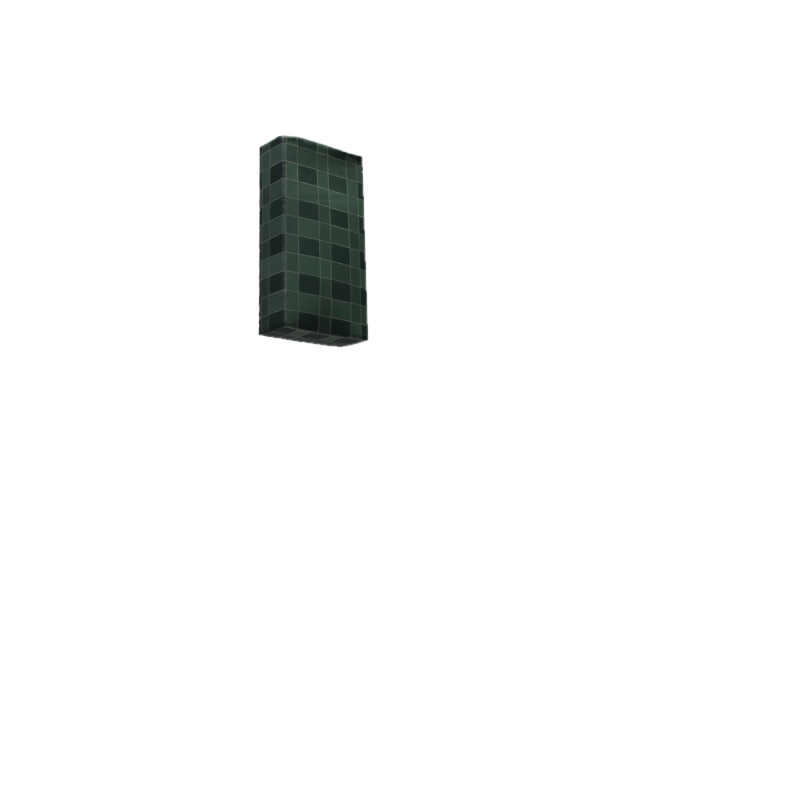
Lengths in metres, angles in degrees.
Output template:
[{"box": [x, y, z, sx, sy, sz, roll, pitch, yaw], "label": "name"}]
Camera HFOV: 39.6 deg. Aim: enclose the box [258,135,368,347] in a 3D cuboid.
[{"box": [-0.076, -0.139, 0.975, 0.089, 0.183, 0.048, 11, -20, -36], "label": "box"}]
